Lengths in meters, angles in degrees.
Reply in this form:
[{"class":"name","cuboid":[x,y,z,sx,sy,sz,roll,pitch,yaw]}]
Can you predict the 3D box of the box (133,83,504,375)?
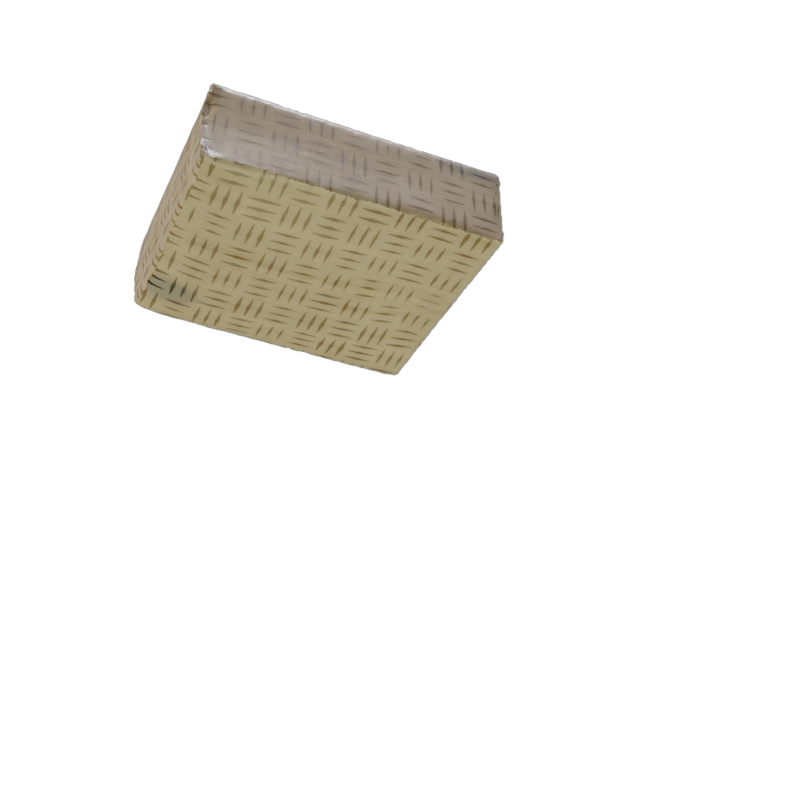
[{"class":"box","cuboid":[-0.032,-0.058,0.407,0.110,0.042,0.086,14,-40,-18]}]
